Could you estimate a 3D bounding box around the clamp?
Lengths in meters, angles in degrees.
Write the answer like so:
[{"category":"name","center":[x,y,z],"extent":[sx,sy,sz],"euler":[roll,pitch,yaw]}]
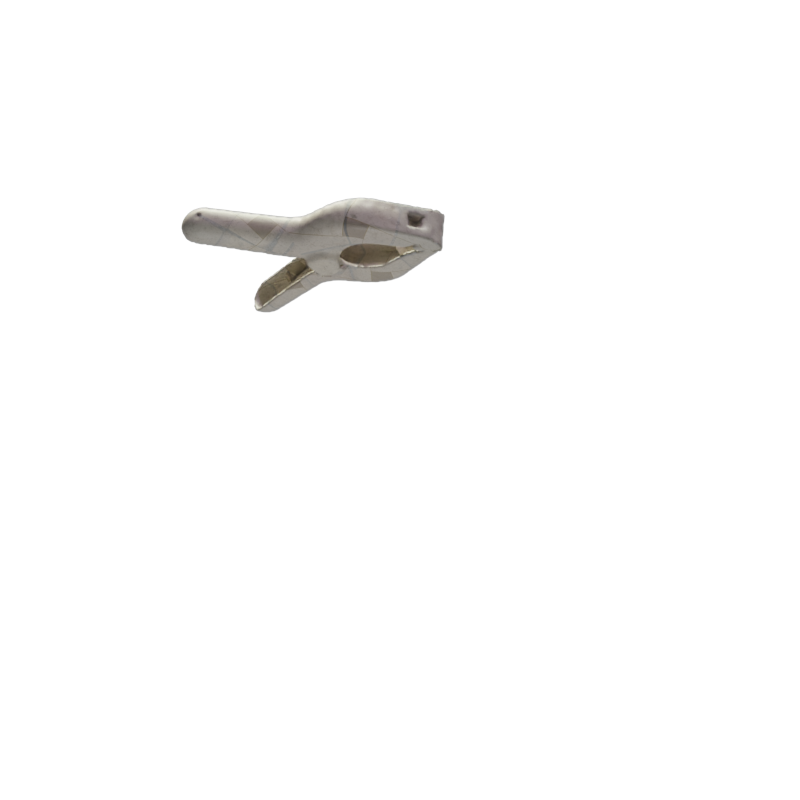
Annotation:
[{"category":"clamp","center":[-0.058,-0.106,0.746],"extent":[0.174,0.041,0.112],"euler":[-13,-25,29]}]
